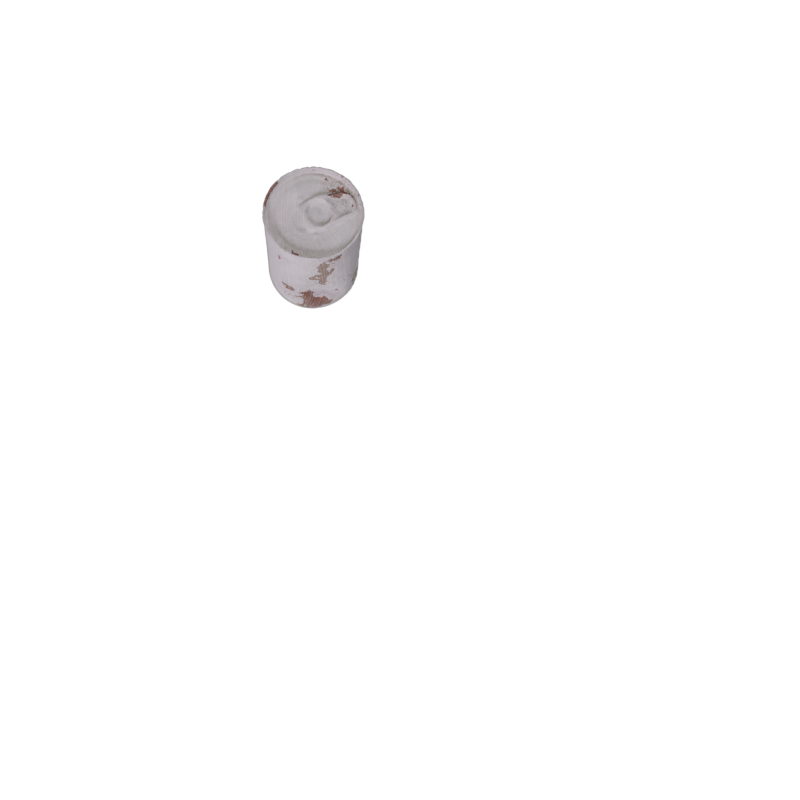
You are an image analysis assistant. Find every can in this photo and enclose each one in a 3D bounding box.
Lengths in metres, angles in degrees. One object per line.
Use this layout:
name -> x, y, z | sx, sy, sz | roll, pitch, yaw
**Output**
can -> -0.061, -0.111, 0.781 | 0.068, 0.072, 0.098 | 0, -18, -3
